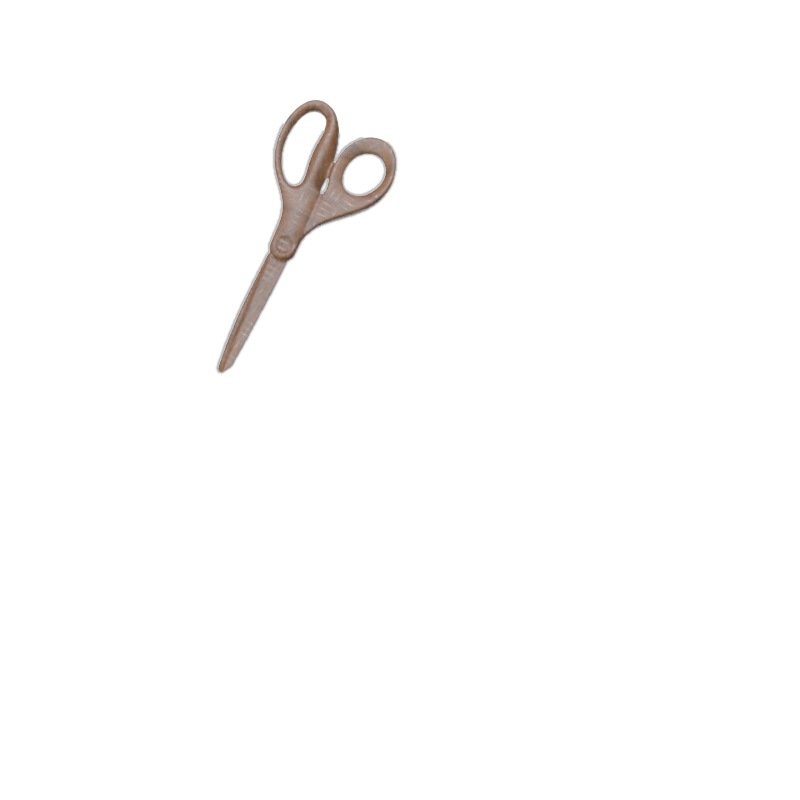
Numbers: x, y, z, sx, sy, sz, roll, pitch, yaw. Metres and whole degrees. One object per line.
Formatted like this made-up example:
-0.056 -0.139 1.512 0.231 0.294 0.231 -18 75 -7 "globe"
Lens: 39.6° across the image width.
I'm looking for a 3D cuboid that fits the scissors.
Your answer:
-0.060 -0.110 0.771 0.096 0.207 0.015 9 -12 2 "scissors"
